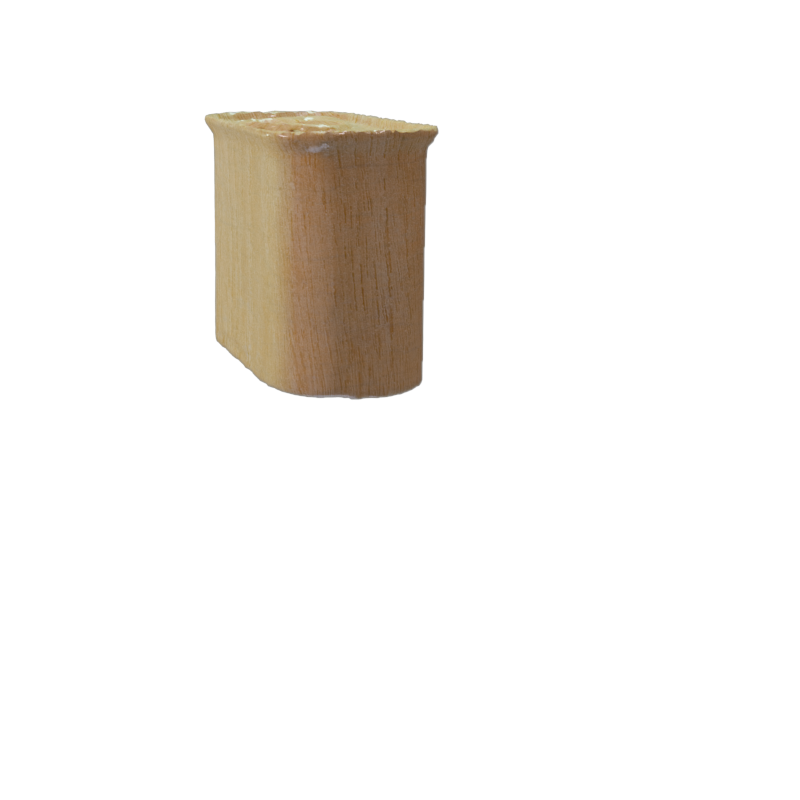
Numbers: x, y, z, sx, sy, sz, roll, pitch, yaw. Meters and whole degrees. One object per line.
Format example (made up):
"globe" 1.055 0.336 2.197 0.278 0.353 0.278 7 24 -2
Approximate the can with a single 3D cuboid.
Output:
"can" -0.030 -0.054 0.379 0.056 0.081 0.107 -5 16 -23
